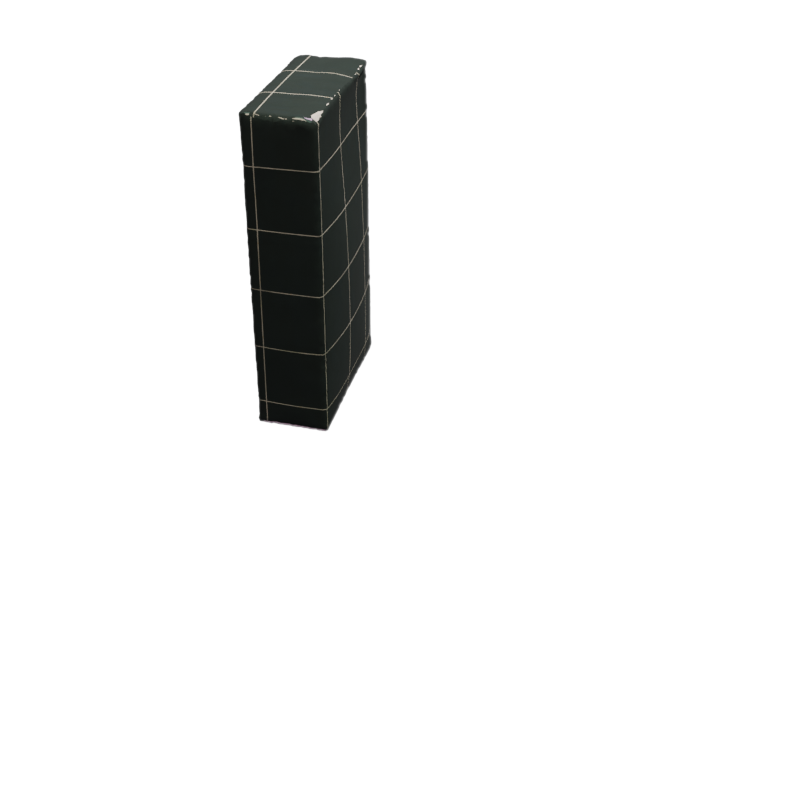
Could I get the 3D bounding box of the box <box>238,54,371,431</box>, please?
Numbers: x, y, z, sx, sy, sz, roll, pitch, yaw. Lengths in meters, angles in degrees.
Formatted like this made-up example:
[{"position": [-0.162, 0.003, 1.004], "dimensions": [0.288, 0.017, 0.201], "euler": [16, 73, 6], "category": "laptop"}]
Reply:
[{"position": [-0.046, -0.083, 0.584], "dimensions": [0.049, 0.166, 0.097], "euler": [9, 32, 11], "category": "box"}]
